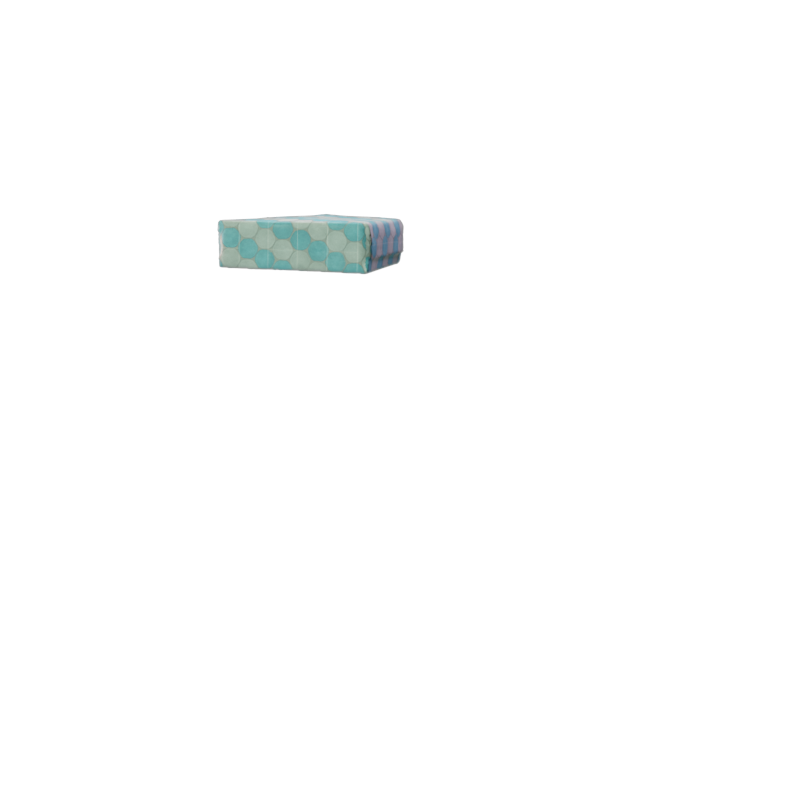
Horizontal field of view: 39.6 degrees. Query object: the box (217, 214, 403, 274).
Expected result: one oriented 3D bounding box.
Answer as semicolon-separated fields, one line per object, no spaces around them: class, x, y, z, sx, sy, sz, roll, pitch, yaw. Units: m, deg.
box;-0.050;-0.091;0.635;0.091;0.030;0.072;3;10;17
